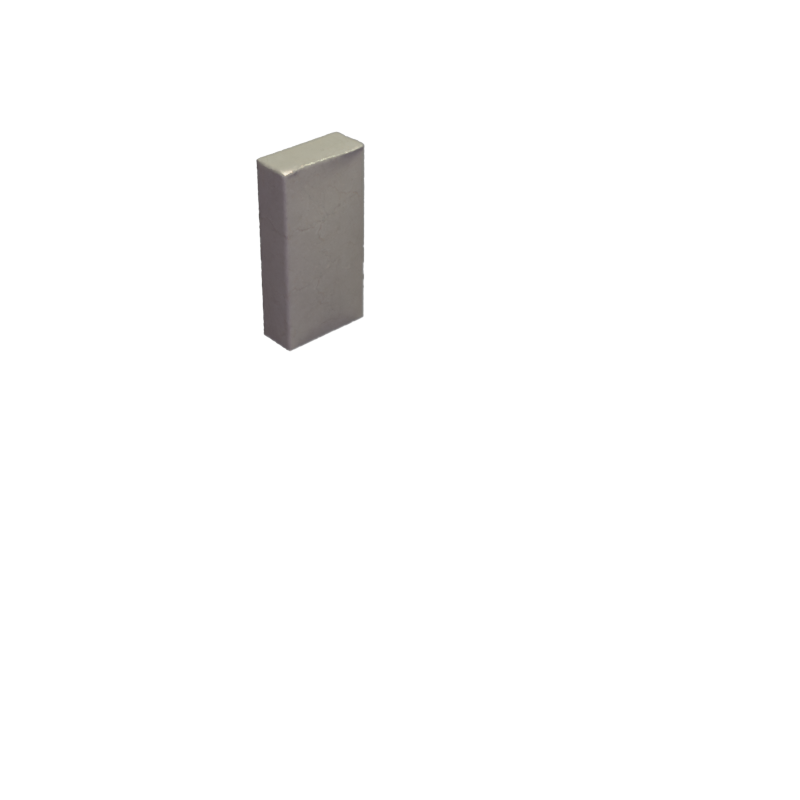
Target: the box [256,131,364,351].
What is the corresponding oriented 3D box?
[{"bbox_3d":[-0.077,-0.140,0.980,0.093,0.165,0.051,-26,42,-36],"label":"box"}]
